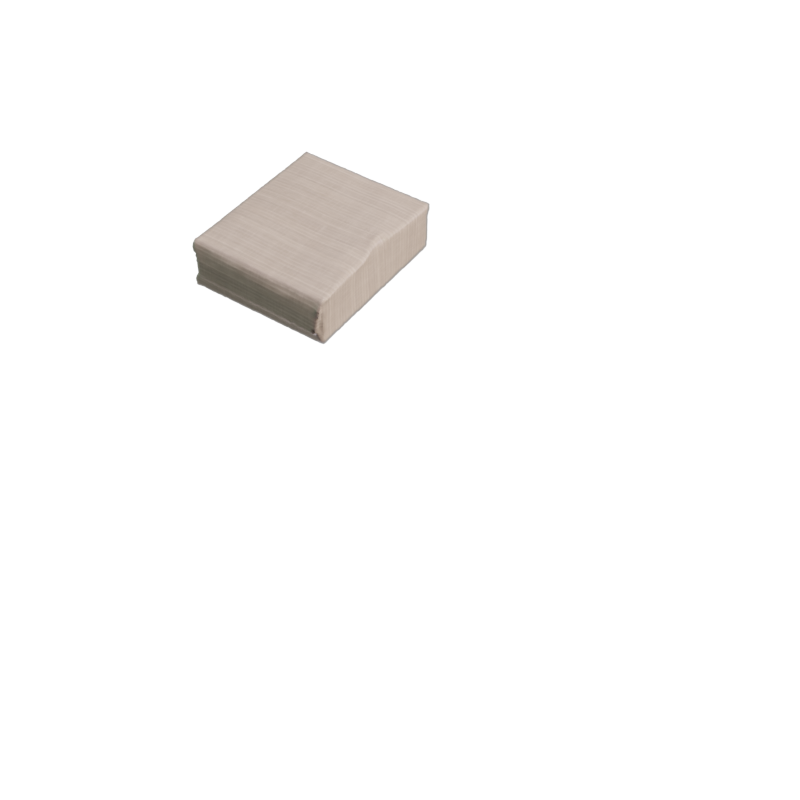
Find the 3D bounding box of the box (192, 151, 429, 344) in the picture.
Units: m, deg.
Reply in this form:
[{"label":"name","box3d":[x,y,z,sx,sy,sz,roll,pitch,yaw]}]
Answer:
[{"label":"box","box3d":[-0.040,-0.073,0.514,0.077,0.028,0.091,25,49,24]}]
